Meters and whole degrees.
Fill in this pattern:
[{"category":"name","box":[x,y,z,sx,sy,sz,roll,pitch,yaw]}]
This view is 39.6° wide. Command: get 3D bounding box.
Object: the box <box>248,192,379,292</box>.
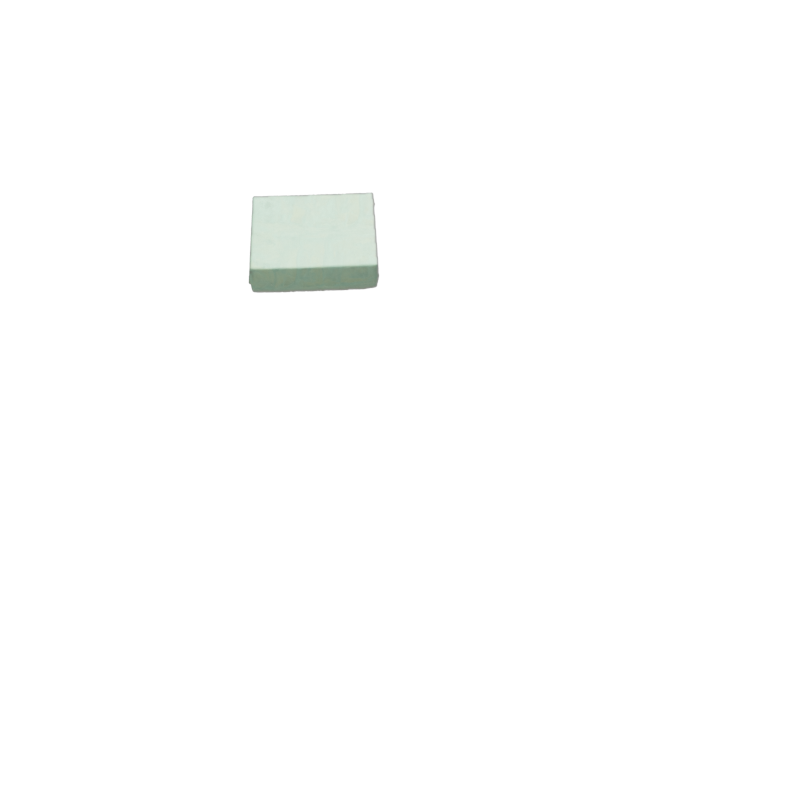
[{"category":"box","box":[-0.077,-0.141,0.987,0.113,0.096,0.036,-1,-39,-1]}]
